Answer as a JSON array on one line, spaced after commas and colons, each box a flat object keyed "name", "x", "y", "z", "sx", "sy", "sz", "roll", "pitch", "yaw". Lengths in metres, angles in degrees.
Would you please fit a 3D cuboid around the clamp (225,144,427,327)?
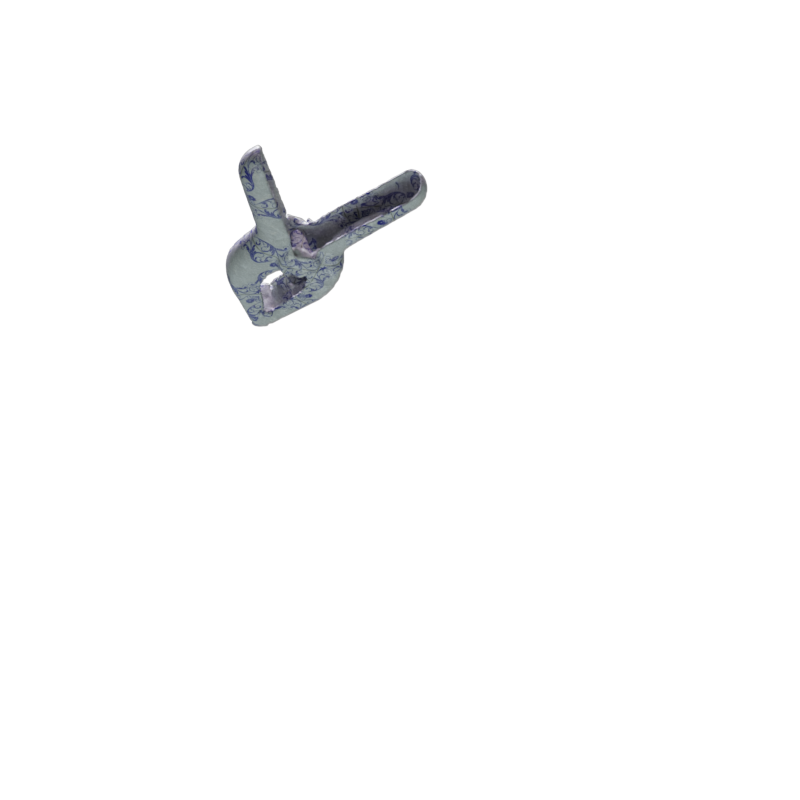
[{"name": "clamp", "x": -0.057, "y": -0.104, "z": 0.726, "sx": 0.118, "sy": 0.042, "sz": 0.164, "roll": 7, "pitch": -30, "yaw": -13}]
